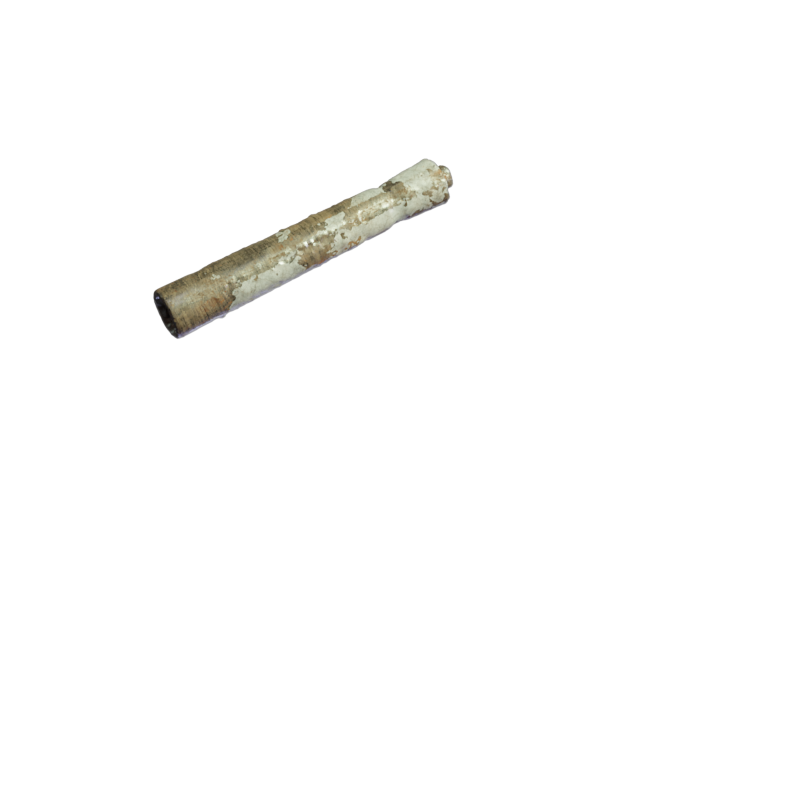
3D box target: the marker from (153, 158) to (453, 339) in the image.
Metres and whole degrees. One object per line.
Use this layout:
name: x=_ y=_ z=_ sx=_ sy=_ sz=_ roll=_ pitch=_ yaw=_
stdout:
marker: x=-0.031 y=-0.057 z=0.400 sx=0.121 sy=0.019 sz=0.020 roll=-30 pitch=15 yaw=-20
